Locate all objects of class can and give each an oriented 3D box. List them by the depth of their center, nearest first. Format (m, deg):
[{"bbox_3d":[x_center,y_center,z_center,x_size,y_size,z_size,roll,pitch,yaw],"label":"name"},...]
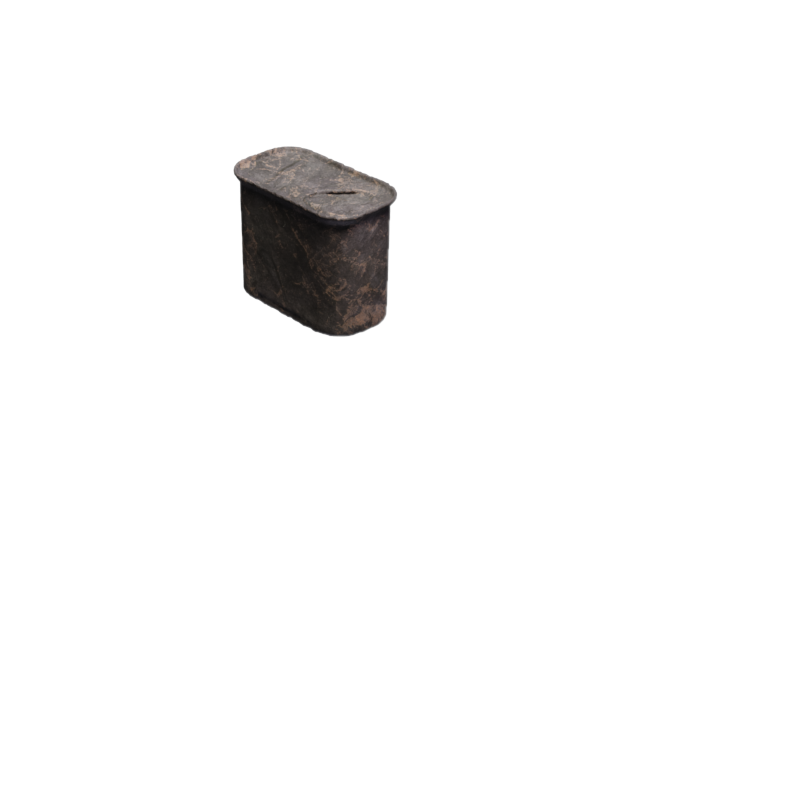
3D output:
[{"bbox_3d":[-0.052,-0.095,0.668,0.057,0.079,0.109,-26,42,-38],"label":"can"}]
